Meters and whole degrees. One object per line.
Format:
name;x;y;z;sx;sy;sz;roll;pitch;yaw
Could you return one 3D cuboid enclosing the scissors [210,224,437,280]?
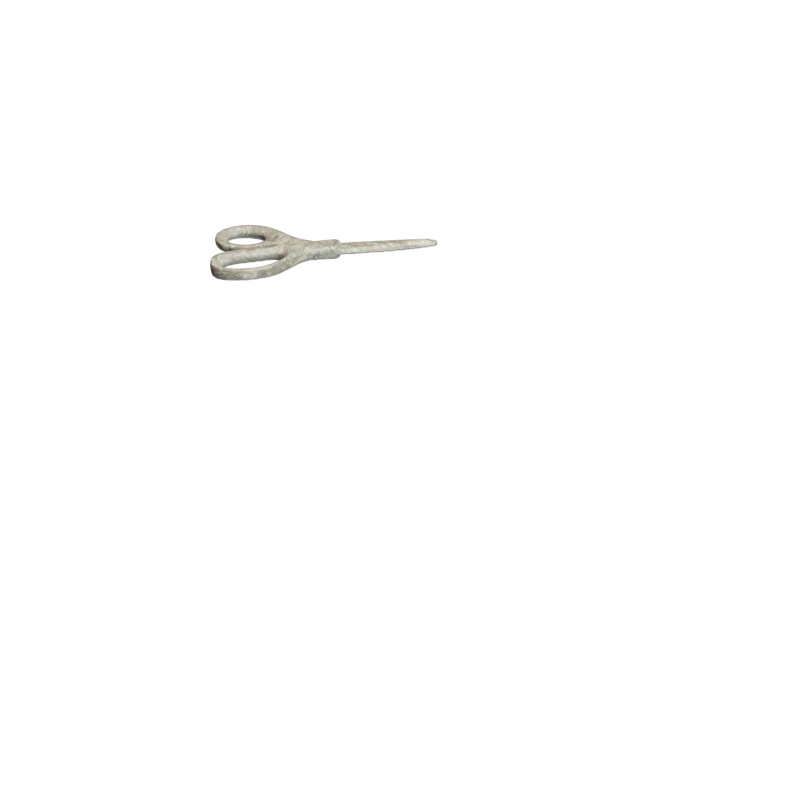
scissors;-0.078;-0.142;0.993;0.198;0.015;0.104;-14;35;-21
